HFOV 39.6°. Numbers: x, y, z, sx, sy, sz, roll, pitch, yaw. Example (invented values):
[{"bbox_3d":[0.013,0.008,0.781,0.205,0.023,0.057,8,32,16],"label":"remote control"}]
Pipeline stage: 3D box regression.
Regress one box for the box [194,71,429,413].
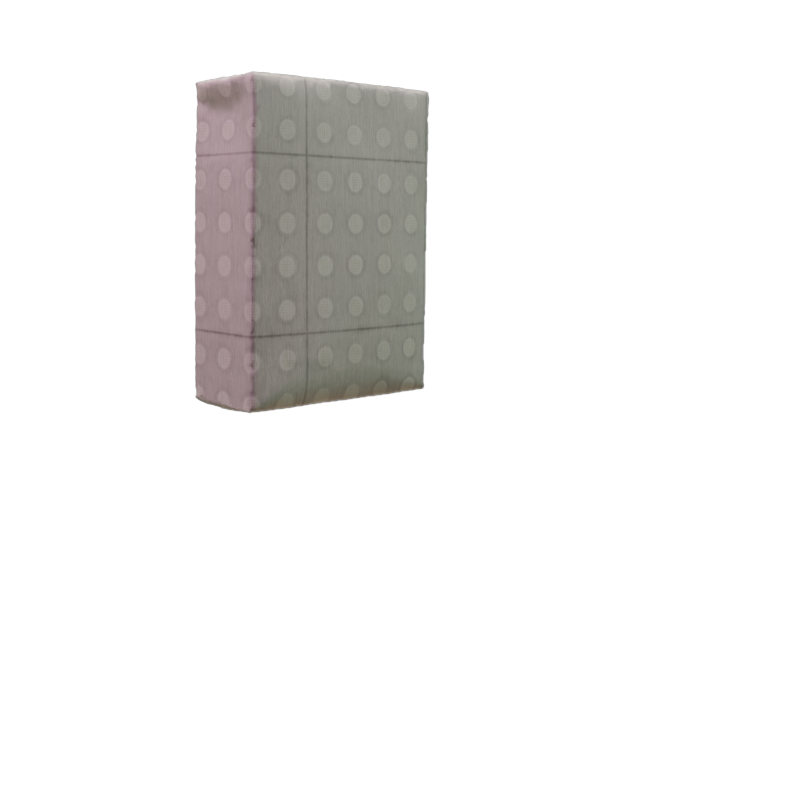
[{"bbox_3d":[-0.059,-0.108,0.758,0.158,0.213,0.075,-4,4,-44],"label":"box"}]
